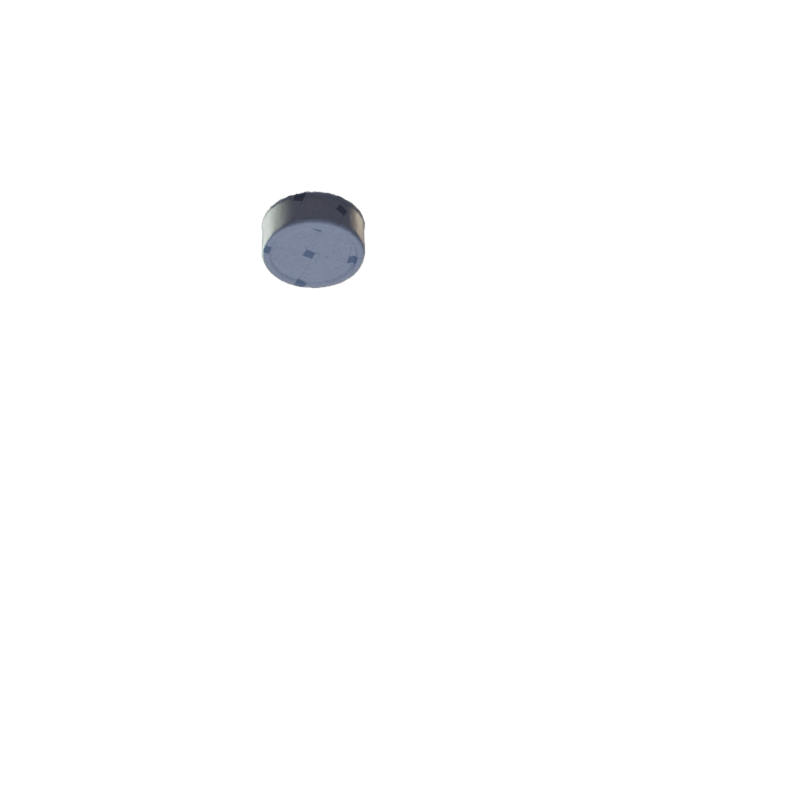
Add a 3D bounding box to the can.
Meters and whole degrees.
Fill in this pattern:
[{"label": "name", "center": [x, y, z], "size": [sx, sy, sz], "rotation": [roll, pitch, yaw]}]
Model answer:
[{"label": "can", "center": [-0.071, -0.130, 0.909], "size": [0.086, 0.036, 0.080], "rotation": [1, -36, -2]}]
